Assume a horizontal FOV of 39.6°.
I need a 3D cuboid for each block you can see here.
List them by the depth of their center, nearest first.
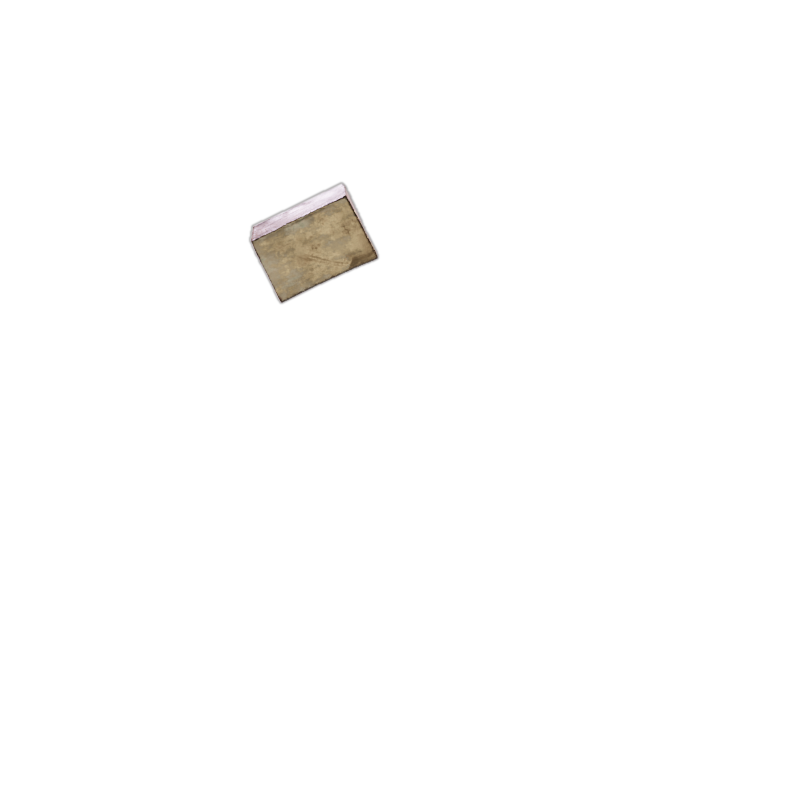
[{"bbox_3d":[-0.062,-0.114,0.797,0.078,0.051,0.053,-24,17,5],"label":"block"}]
